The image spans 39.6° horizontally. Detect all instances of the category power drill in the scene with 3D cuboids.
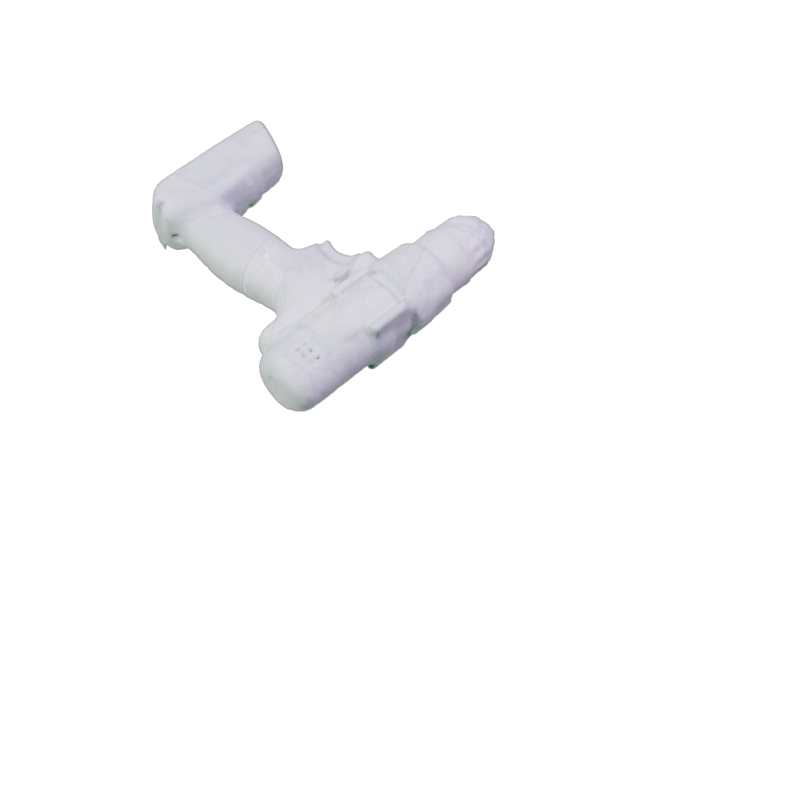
[{"bbox_3d":[-0.057,-0.104,0.726,0.186,0.054,0.199,-37,62,-24],"label":"power drill"}]
